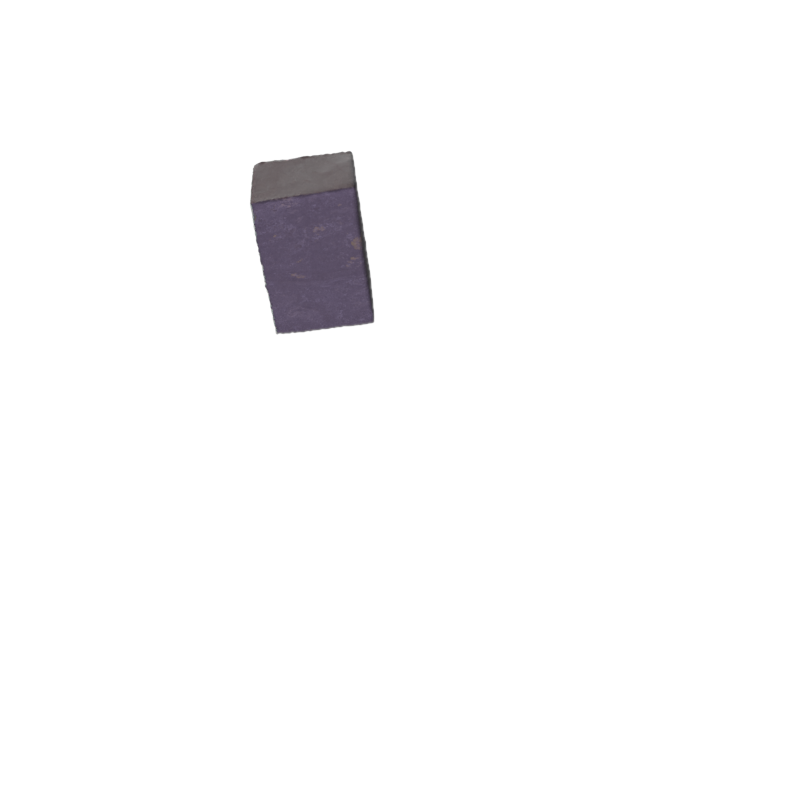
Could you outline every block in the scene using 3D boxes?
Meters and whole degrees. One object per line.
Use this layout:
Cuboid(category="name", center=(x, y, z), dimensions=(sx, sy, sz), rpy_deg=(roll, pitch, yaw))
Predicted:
Cuboid(category="block", center=(-0.044, -0.081, 0.565), dimensions=(0.053, 0.073, 0.054), rpy_deg=(-7, 31, 2))
